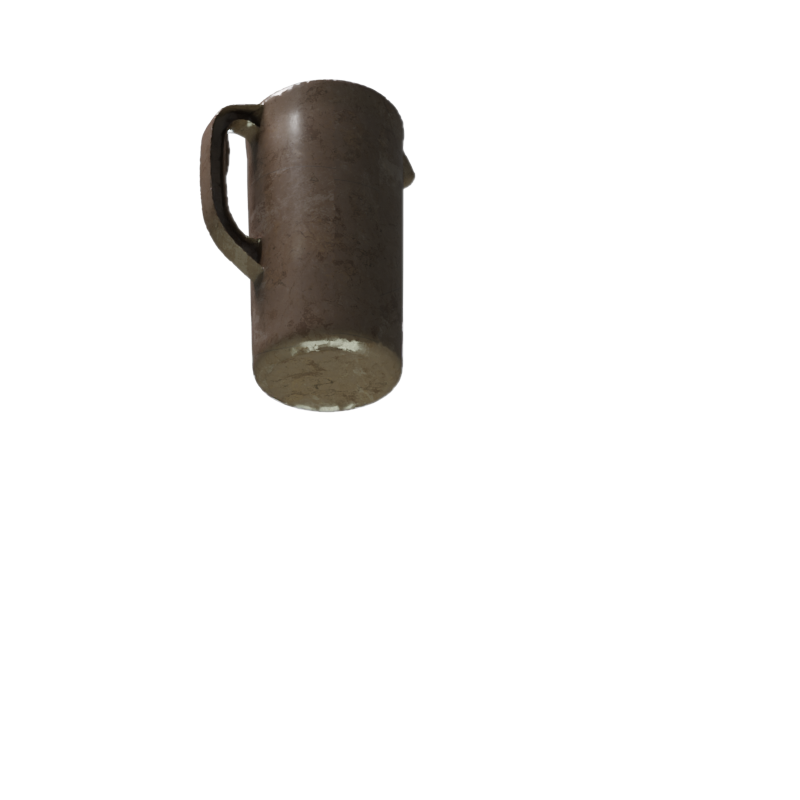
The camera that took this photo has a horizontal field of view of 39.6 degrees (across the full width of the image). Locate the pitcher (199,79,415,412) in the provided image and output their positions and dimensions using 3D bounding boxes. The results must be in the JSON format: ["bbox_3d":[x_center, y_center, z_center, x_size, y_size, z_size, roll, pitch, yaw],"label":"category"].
[{"bbox_3d":[-0.067,-0.122,0.853,0.151,0.260,0.134,-10,-35,11],"label":"pitcher"}]
